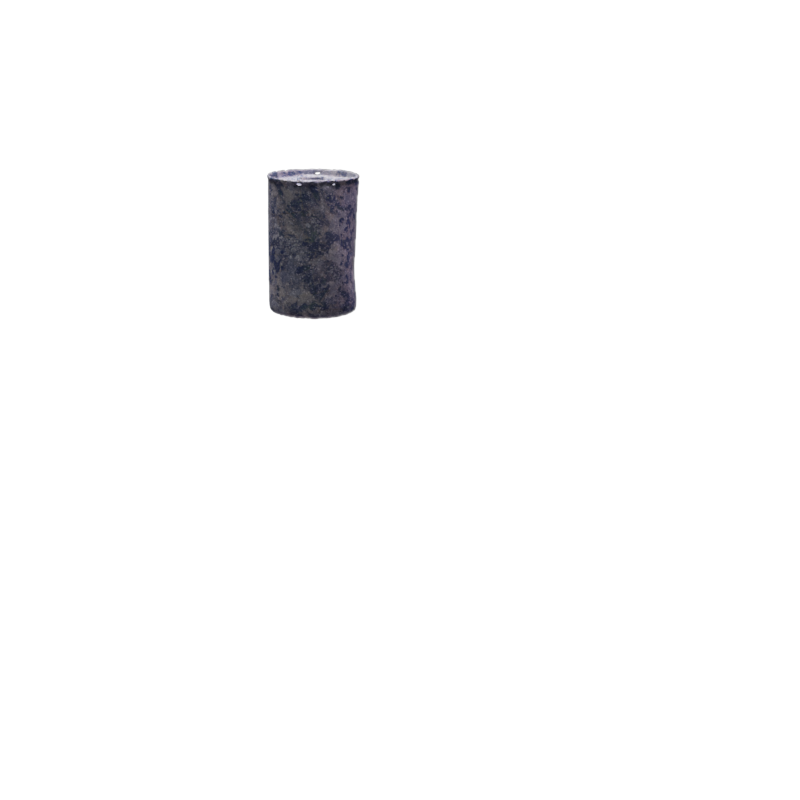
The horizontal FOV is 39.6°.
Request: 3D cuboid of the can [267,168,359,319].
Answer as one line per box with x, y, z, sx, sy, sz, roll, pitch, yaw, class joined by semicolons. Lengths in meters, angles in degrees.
-0.065;-0.118;0.826;0.068;0.099;0.071;0;14;-2;can
